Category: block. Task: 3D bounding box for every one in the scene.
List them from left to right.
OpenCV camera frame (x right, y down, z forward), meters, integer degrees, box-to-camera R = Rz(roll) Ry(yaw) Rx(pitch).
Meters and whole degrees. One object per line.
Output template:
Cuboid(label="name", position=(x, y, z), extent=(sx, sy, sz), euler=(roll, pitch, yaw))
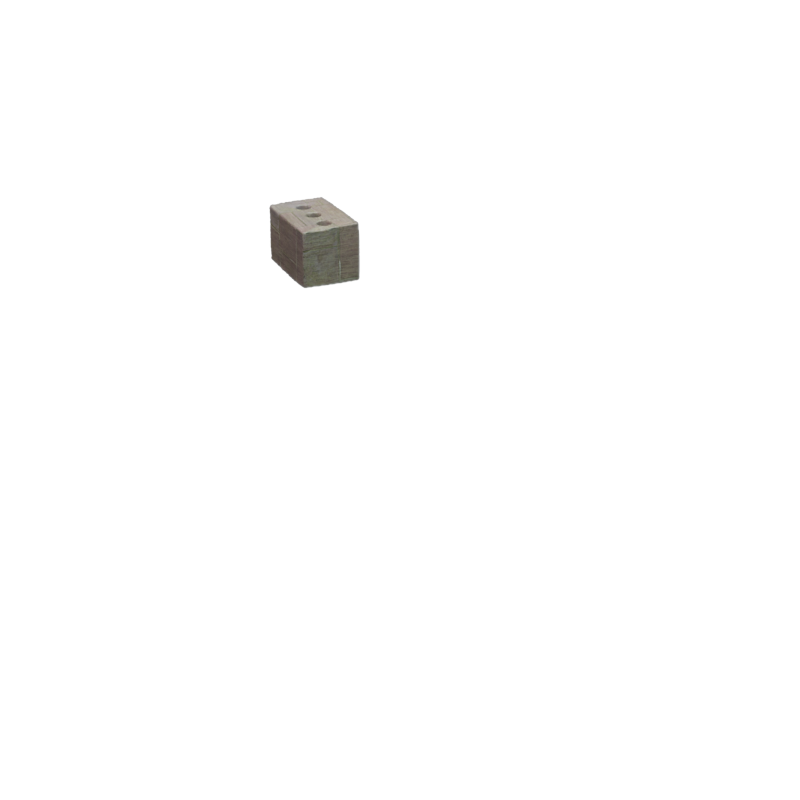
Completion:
Cuboid(label="block", position=(-0.074, -0.136, 0.950), extent=(0.052, 0.049, 0.084), euler=(-11, 28, -24))
